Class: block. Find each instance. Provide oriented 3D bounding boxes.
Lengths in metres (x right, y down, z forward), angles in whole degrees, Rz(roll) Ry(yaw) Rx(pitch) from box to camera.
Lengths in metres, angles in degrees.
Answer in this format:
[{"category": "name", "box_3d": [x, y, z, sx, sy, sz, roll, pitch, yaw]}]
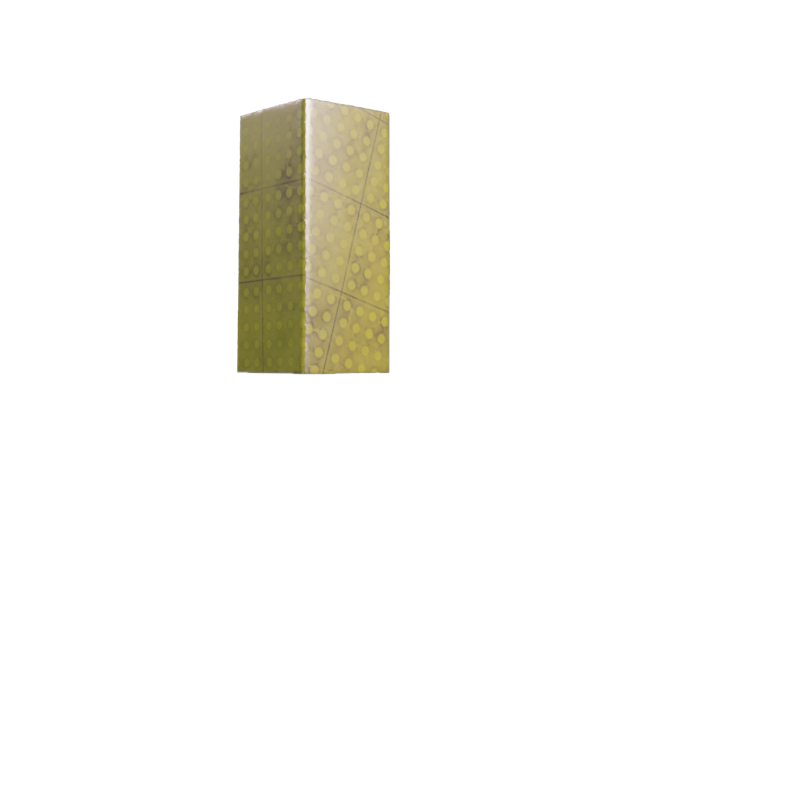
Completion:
[{"category": "block", "box_3d": [-0.068, -0.125, 0.877, 0.086, 0.209, 0.093, 3, -6, -41]}]
